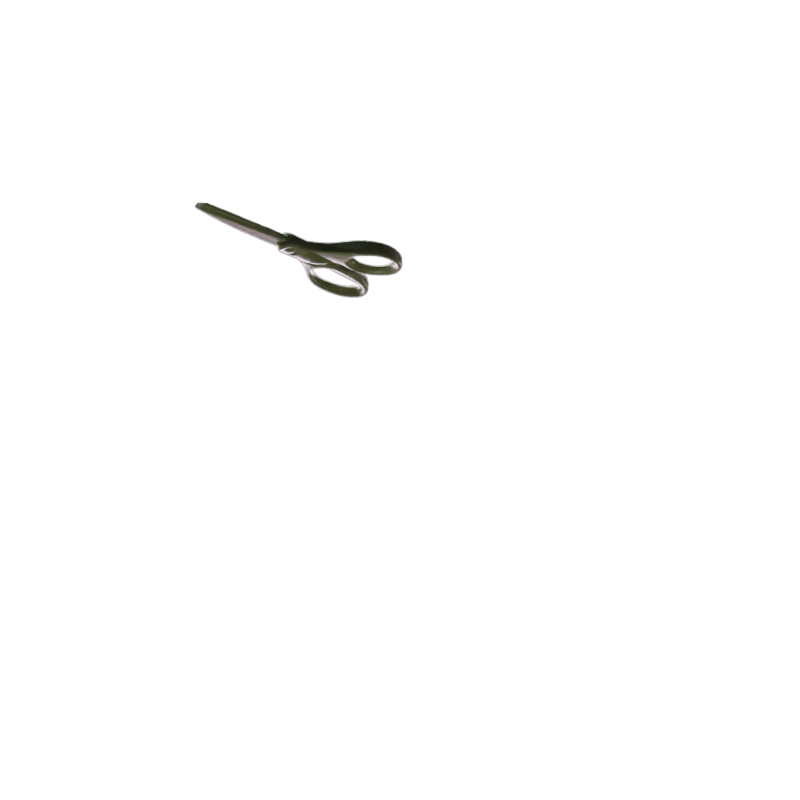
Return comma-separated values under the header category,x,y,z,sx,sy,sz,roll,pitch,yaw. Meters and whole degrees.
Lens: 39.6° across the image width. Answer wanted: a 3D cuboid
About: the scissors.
category,x,y,z,sx,sy,sz,roll,pitch,yaw
scissors,-0.073,-0.133,0.930,0.098,0.017,0.188,-13,-26,28
